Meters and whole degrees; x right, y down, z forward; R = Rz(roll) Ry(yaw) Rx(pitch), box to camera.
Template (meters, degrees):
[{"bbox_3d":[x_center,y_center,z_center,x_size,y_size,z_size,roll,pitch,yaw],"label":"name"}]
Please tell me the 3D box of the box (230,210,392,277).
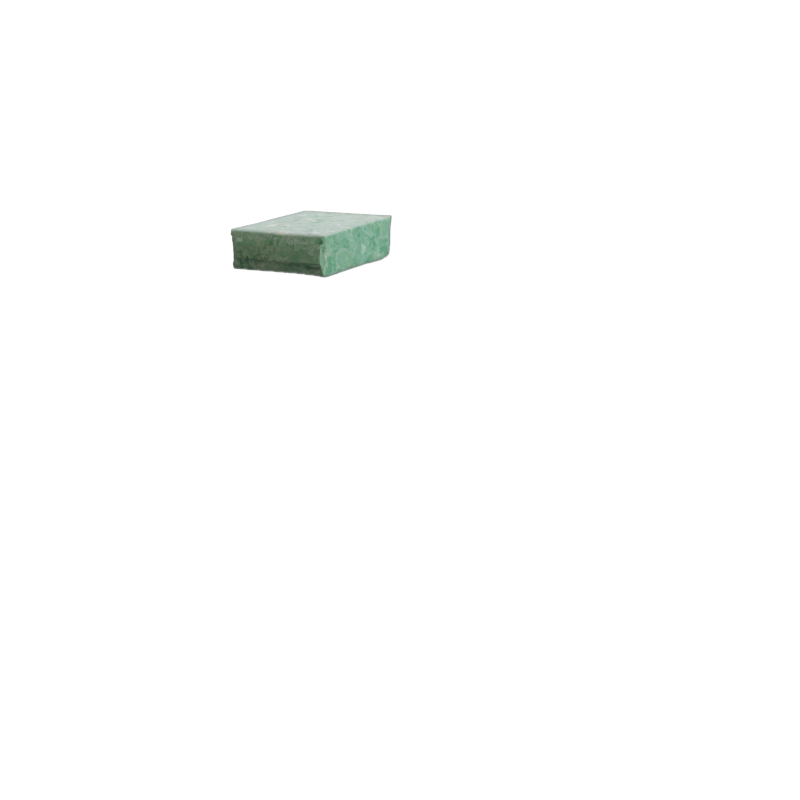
[{"bbox_3d":[-0.072,-0.131,0.917,0.094,0.038,0.112,9,18,29],"label":"box"}]
